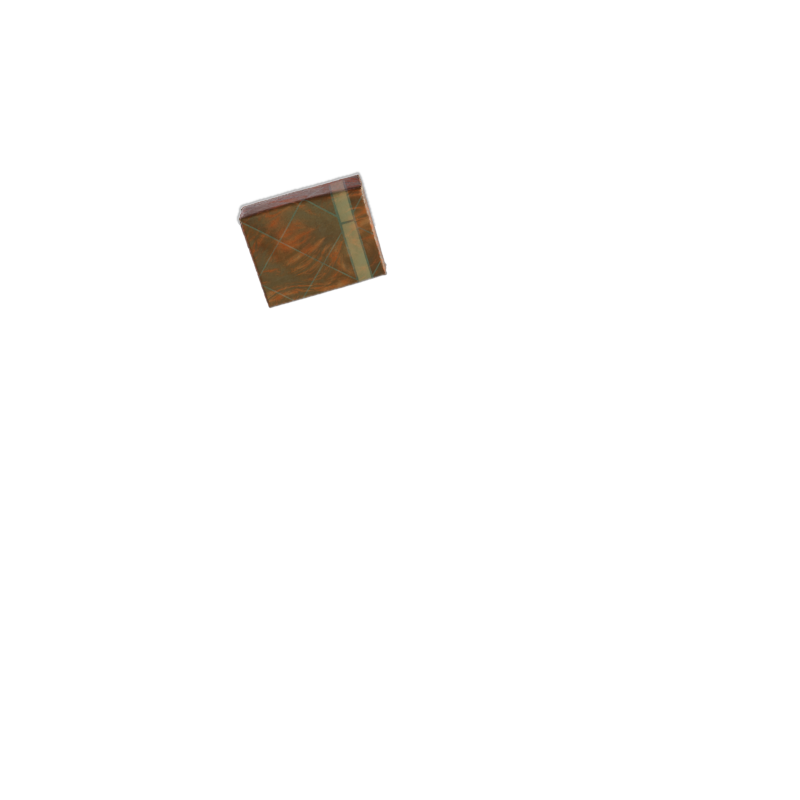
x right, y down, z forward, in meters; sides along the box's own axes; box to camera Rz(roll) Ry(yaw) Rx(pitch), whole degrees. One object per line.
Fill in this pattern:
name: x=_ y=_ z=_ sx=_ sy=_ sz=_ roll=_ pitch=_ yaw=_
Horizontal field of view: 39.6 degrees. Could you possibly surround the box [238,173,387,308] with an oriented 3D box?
box: x=-0.077 y=-0.140 z=0.982 sx=0.114 sy=0.085 sz=0.041 roll=-14 pitch=22 yaw=5
